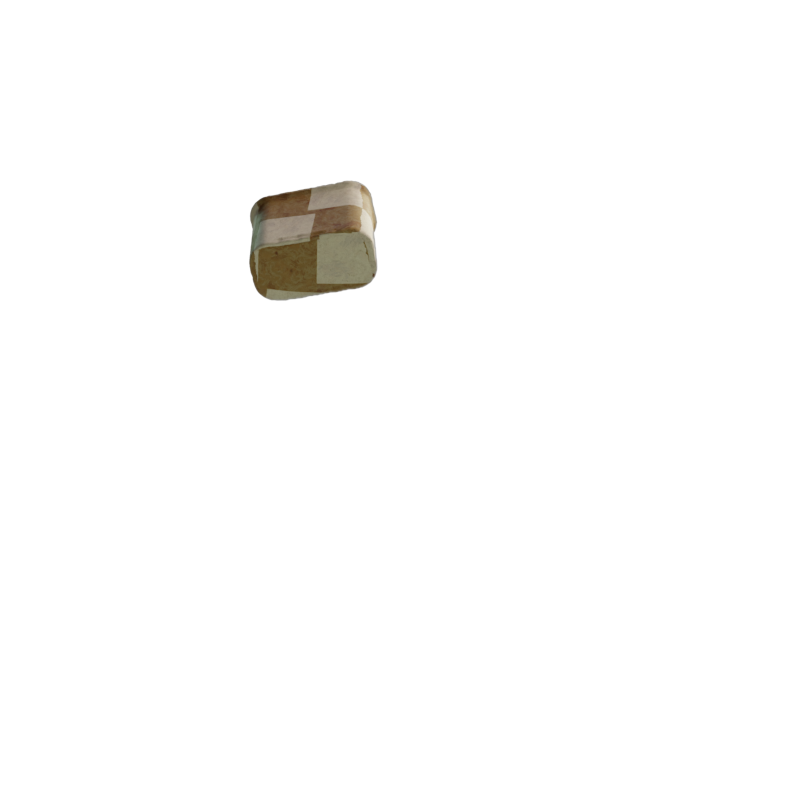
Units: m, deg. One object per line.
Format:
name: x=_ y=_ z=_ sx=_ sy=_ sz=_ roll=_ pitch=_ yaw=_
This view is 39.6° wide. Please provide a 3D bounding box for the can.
can: x=-0.068 y=-0.125 z=0.876 sx=0.102 sy=0.054 sz=0.089 roll=-10 pitch=32 yaw=4
